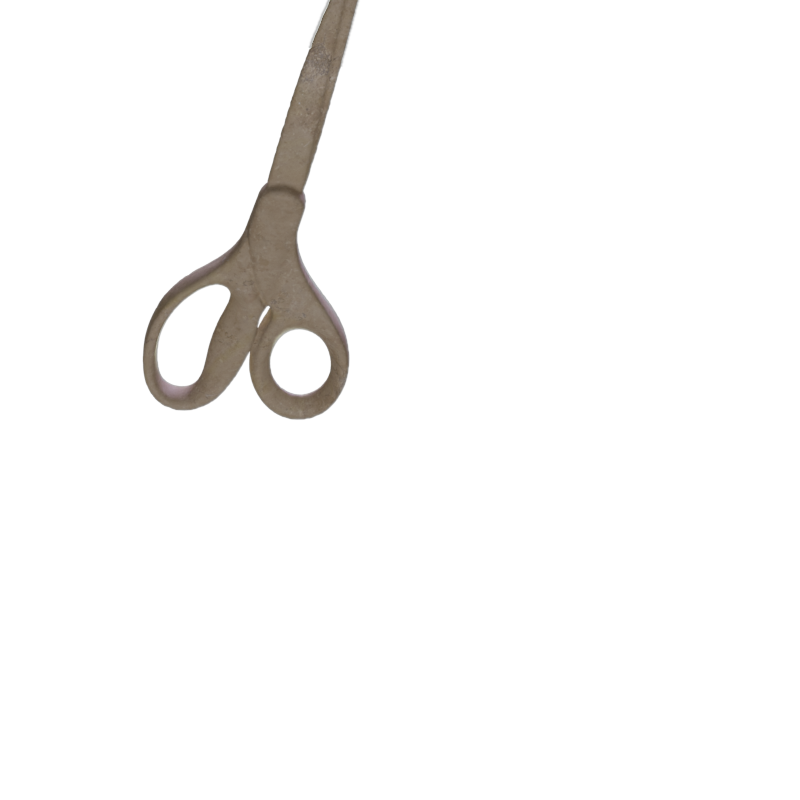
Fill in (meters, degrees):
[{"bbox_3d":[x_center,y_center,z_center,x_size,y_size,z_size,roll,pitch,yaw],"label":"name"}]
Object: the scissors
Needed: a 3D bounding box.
[{"bbox_3d":[-0.035,-0.064,0.446,0.093,0.196,0.017,30,27,-17],"label":"scissors"}]
